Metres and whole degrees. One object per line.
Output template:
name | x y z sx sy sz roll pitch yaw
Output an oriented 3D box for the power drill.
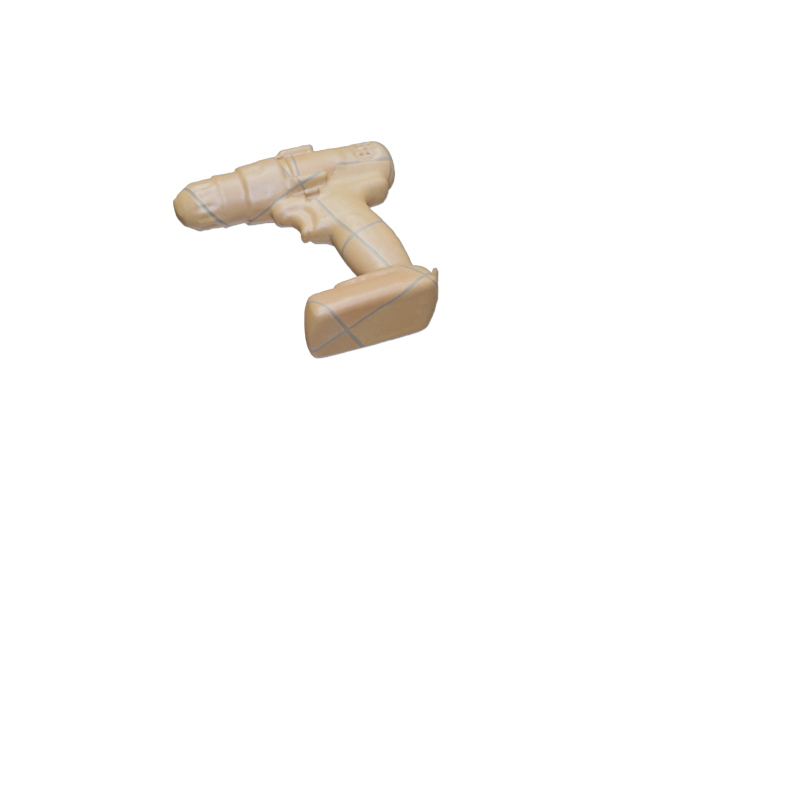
power drill | -0.067 -0.122 0.856 0.183 0.203 0.053 -16 -38 -14
